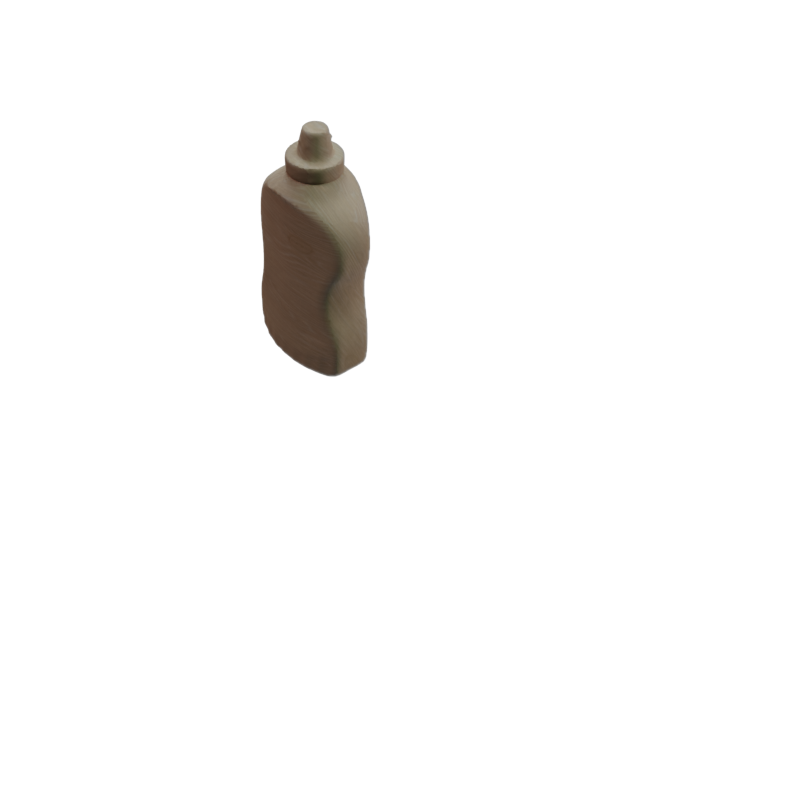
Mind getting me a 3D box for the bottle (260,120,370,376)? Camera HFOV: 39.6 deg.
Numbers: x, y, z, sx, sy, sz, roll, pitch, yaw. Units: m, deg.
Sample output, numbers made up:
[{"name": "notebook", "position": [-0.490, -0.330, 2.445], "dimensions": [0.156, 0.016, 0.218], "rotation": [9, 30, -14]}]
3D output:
[{"name": "bottle", "position": [-0.062, -0.114, 0.796], "dimensions": [0.058, 0.179, 0.103], "rotation": [-24, 48, -29]}]
